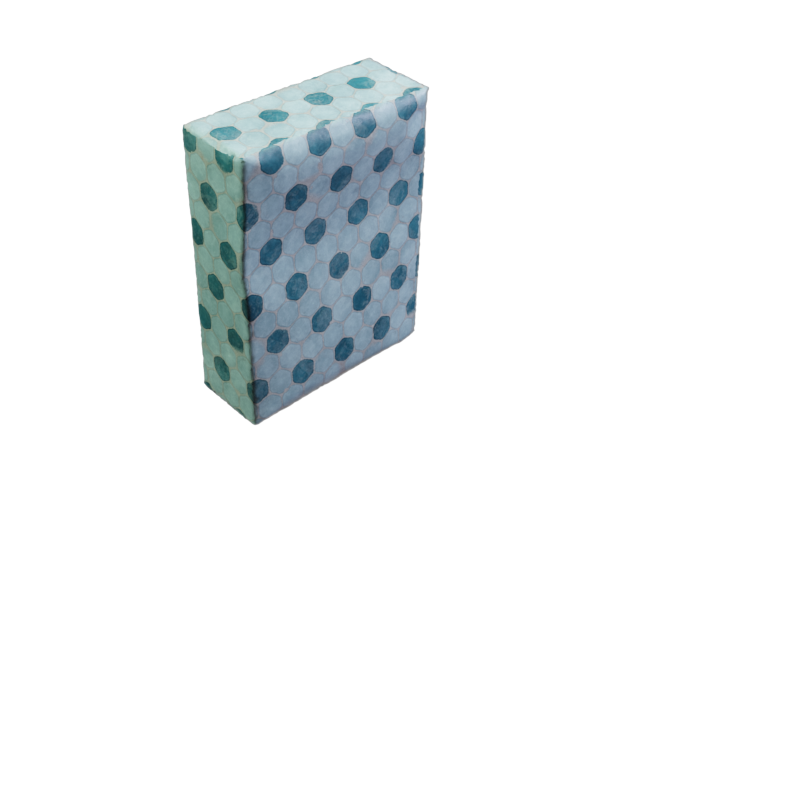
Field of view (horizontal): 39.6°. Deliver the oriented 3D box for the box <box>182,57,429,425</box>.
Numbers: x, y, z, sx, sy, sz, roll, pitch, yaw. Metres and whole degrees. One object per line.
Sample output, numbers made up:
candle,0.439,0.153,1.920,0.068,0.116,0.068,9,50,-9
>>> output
box,-0.061,-0.111,0.777,0.164,0.200,0.077,-29,47,-34
